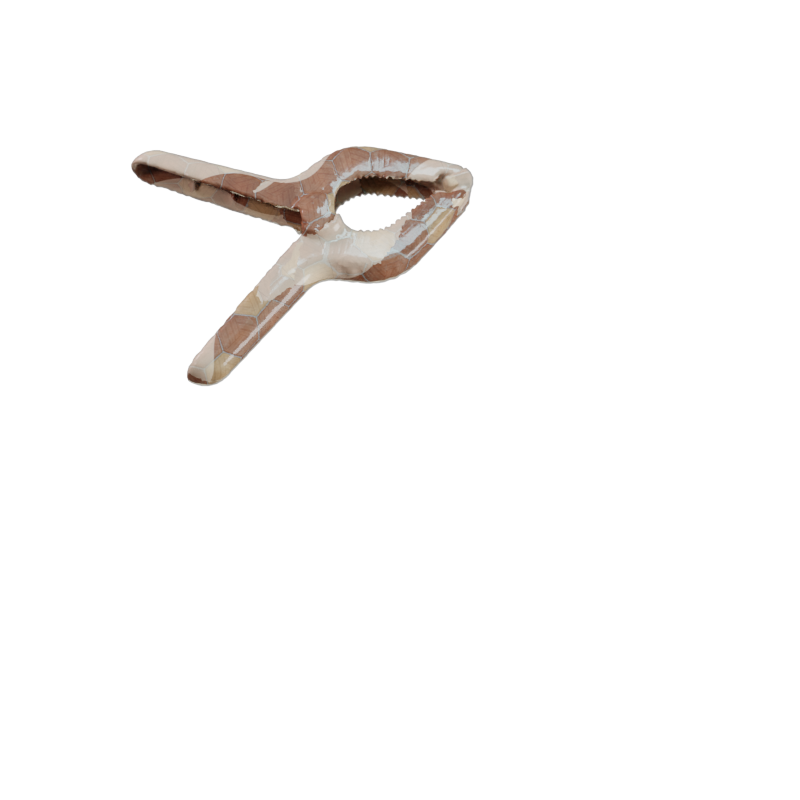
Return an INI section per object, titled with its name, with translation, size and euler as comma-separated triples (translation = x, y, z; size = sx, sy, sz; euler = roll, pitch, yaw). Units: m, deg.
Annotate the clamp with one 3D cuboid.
[clamp]
translation = -0.053, -0.097, 0.682
size = 0.209, 0.175, 0.034
euler = -10, -27, -5
